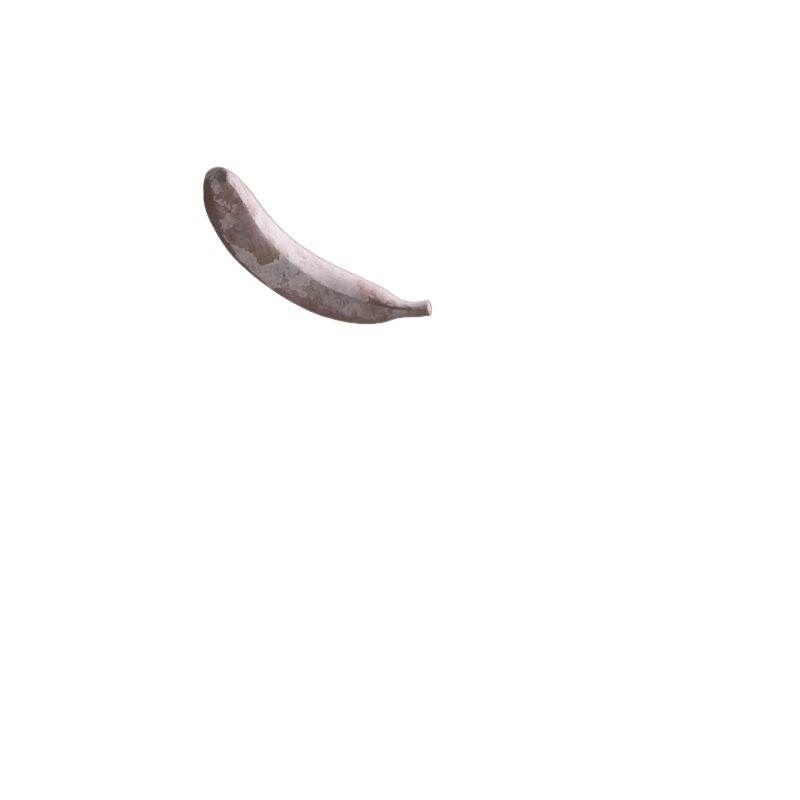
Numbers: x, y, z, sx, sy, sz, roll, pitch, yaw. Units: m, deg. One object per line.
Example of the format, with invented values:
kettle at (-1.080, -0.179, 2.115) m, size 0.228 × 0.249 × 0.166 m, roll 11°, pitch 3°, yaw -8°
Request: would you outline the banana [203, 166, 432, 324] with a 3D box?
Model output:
banana at (-0.068, -0.097, 0.751) m, size 0.186 × 0.039 × 0.069 m, roll 28°, pitch -45°, yaw -33°
